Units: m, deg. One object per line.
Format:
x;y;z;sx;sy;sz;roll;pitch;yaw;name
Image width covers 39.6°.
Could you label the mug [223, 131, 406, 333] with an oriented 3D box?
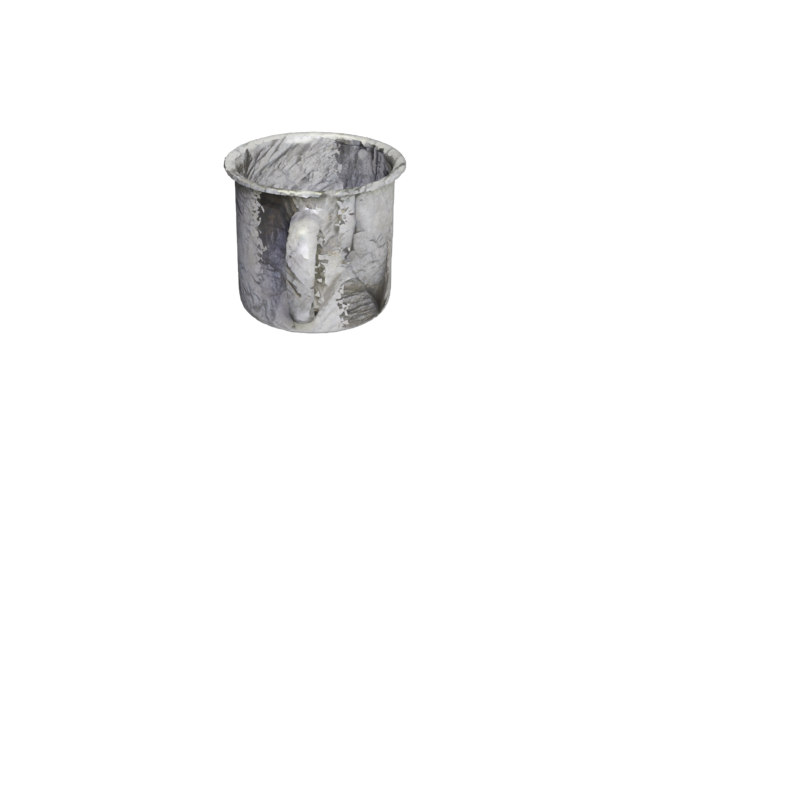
-0.045;-0.081;0.570;0.093;0.077;0.124;1;29;0;mug
